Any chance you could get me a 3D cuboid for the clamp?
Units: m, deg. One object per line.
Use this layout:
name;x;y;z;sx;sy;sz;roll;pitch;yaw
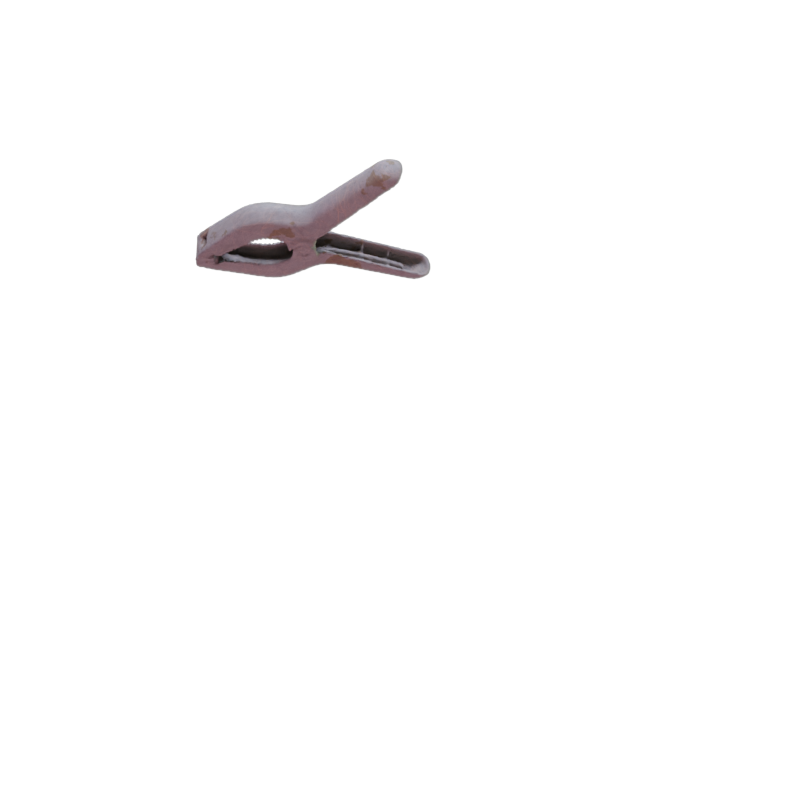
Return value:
clamp;-0.078;-0.142;0.992;0.213;0.039;0.152;-9;-31;16
